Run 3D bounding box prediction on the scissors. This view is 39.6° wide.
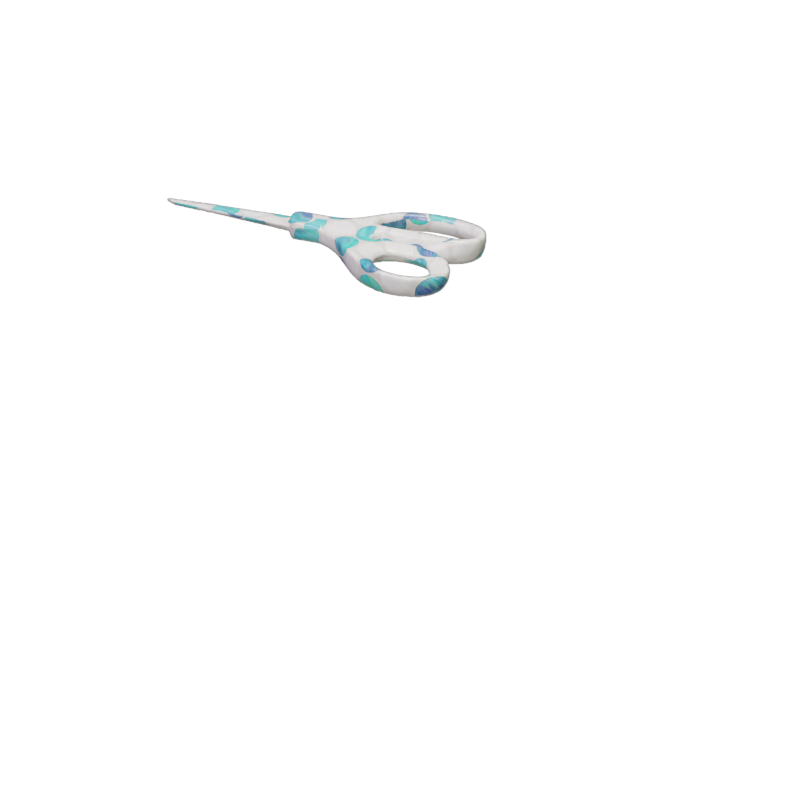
[{"bbox_3d":[-0.051,-0.094,0.655,0.204,0.015,0.101,4,32,7],"label":"scissors"}]
